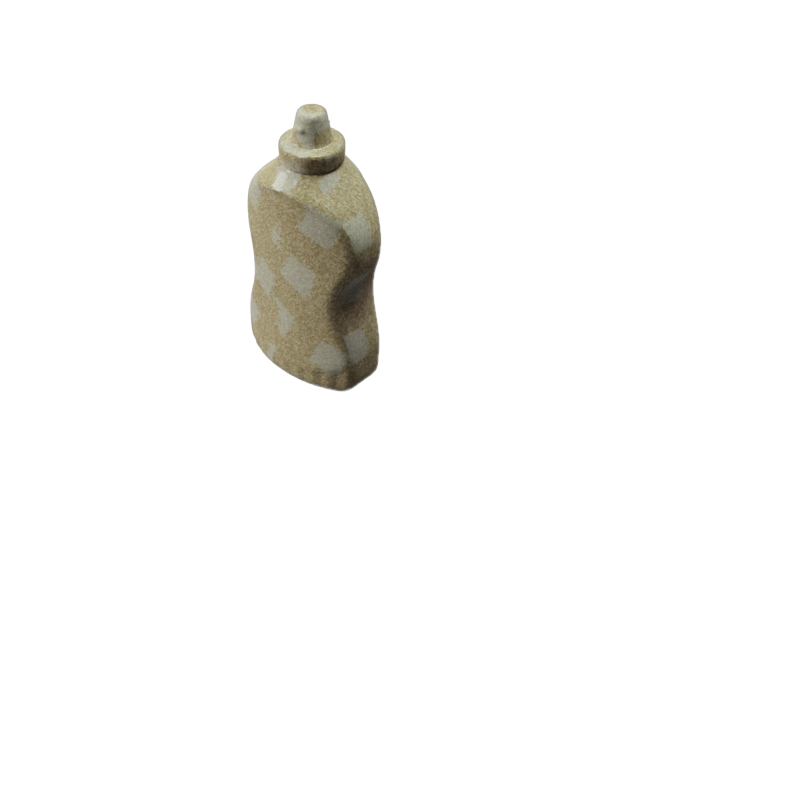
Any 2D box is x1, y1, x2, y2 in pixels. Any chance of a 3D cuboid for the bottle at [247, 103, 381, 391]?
[{"bbox_3d":[-0.056,-0.102,0.713,0.102,0.179,0.058,32,46,32],"label":"bottle"}]
